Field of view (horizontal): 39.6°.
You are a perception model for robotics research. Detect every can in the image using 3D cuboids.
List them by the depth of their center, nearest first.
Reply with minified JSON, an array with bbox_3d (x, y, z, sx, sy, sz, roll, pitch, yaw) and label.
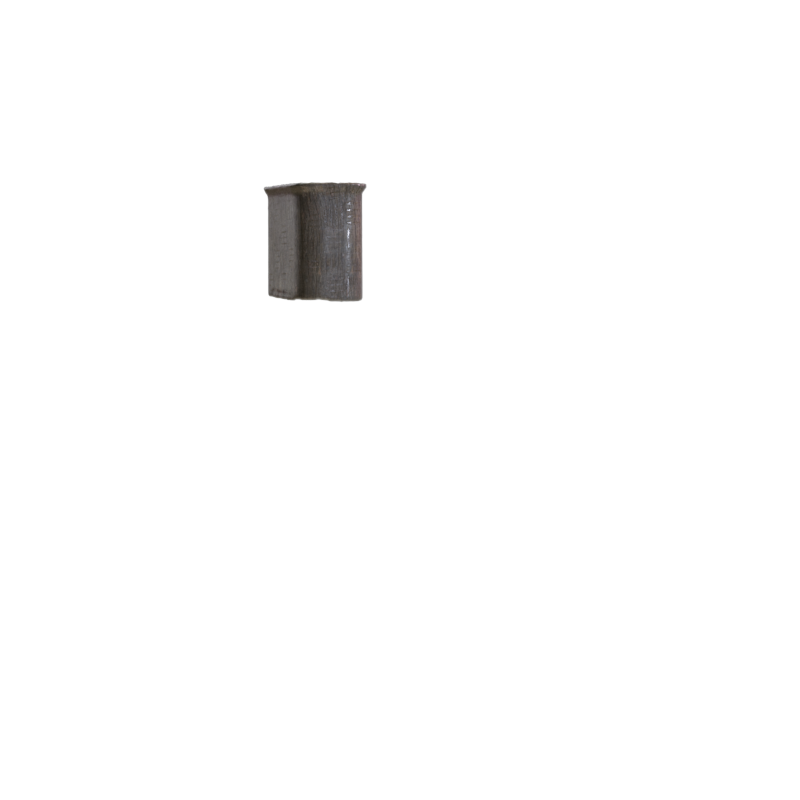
[{"bbox_3d":[-0.064,-0.117,0.817,0.056,0.083,0.105,-1,5,-21],"label":"can"}]
